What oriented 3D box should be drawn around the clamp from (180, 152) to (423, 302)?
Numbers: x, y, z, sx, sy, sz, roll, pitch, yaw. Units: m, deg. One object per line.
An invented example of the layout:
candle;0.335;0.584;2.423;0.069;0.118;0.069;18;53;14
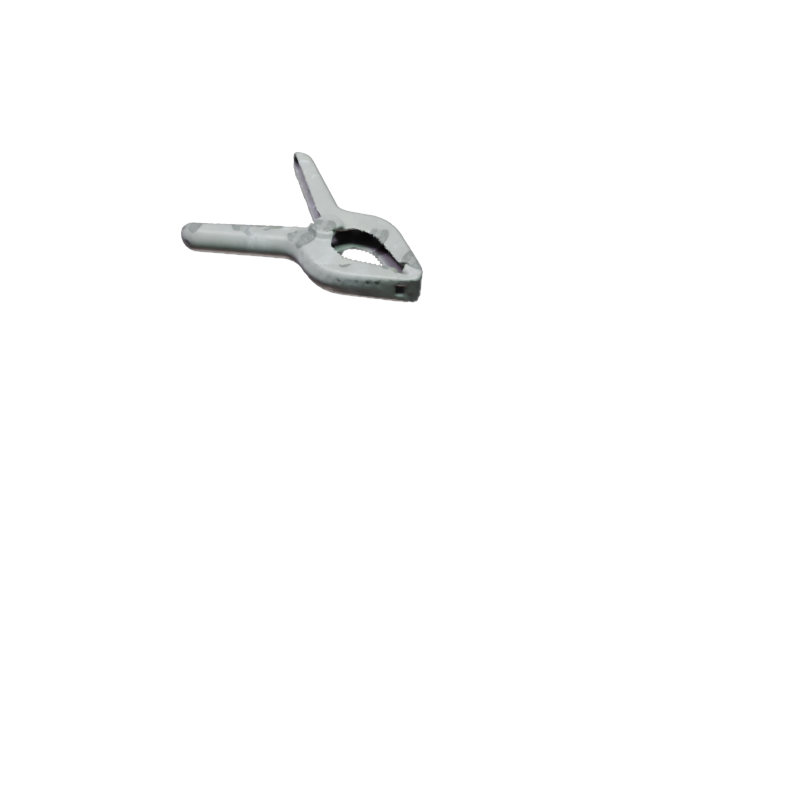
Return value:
clamp;-0.076;-0.138;0.967;0.165;0.034;0.224;-34;54;-31
